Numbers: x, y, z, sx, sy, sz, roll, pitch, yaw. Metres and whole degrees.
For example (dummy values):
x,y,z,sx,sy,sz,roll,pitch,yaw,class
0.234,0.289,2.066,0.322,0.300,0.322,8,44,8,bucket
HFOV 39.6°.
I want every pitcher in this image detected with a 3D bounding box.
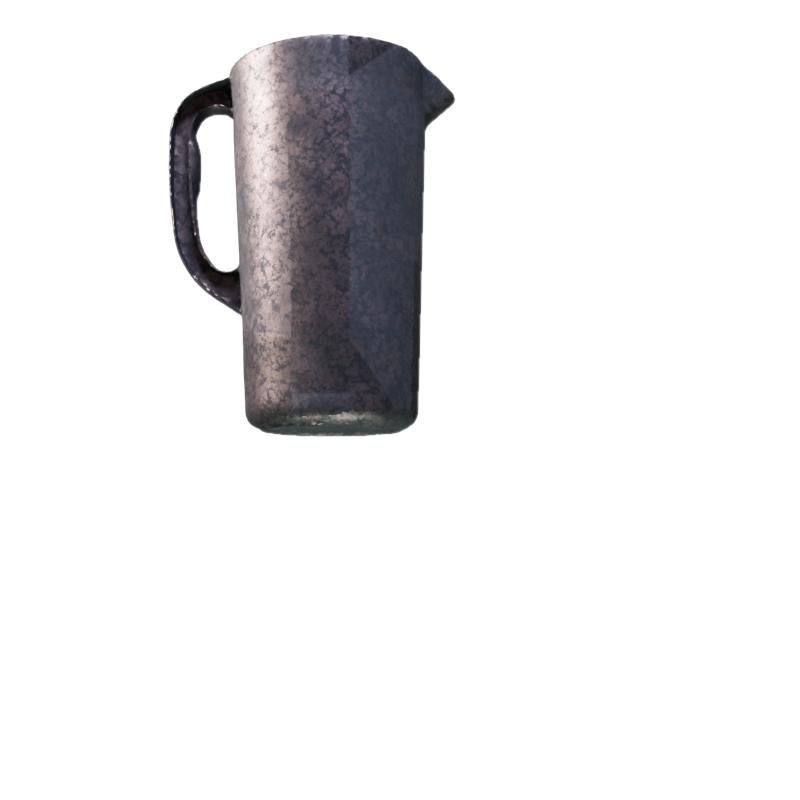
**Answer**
x,y,z,sx,sy,sz,roll,pitch,yaw,class
-0.056,-0.102,0.717,0.152,0.251,0.137,-12,-16,43,pitcher
